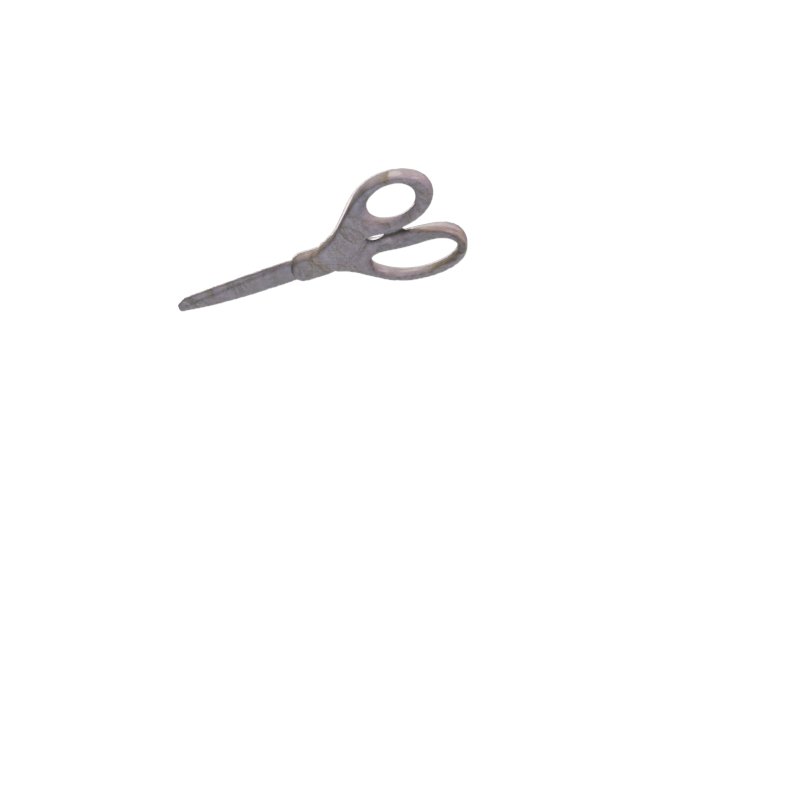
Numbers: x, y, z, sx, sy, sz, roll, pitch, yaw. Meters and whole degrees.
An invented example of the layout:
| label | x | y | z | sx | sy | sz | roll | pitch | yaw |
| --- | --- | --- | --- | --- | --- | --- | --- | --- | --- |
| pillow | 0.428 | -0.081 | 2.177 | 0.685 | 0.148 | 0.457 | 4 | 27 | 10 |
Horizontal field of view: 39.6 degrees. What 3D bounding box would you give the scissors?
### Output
| label | x | y | z | sx | sy | sz | roll | pitch | yaw |
| --- | --- | --- | --- | --- | --- | --- | --- | --- | --- |
| scissors | -0.057 | -0.105 | 0.733 | 0.203 | 0.089 | 0.017 | -5 | 42 | 5 |
